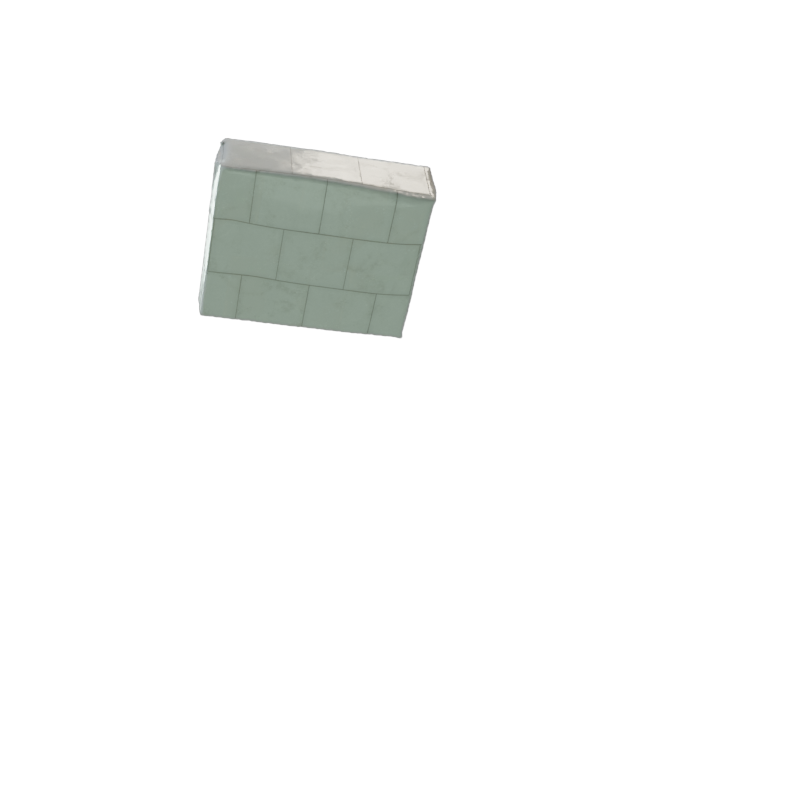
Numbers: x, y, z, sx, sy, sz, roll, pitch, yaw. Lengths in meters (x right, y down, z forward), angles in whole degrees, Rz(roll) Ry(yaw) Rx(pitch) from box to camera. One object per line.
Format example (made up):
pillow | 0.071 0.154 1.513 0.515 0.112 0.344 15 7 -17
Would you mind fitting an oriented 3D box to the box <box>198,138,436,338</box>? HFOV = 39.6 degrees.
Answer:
box | -0.045 -0.083 0.581 0.112 0.085 0.041 9 32 -6
